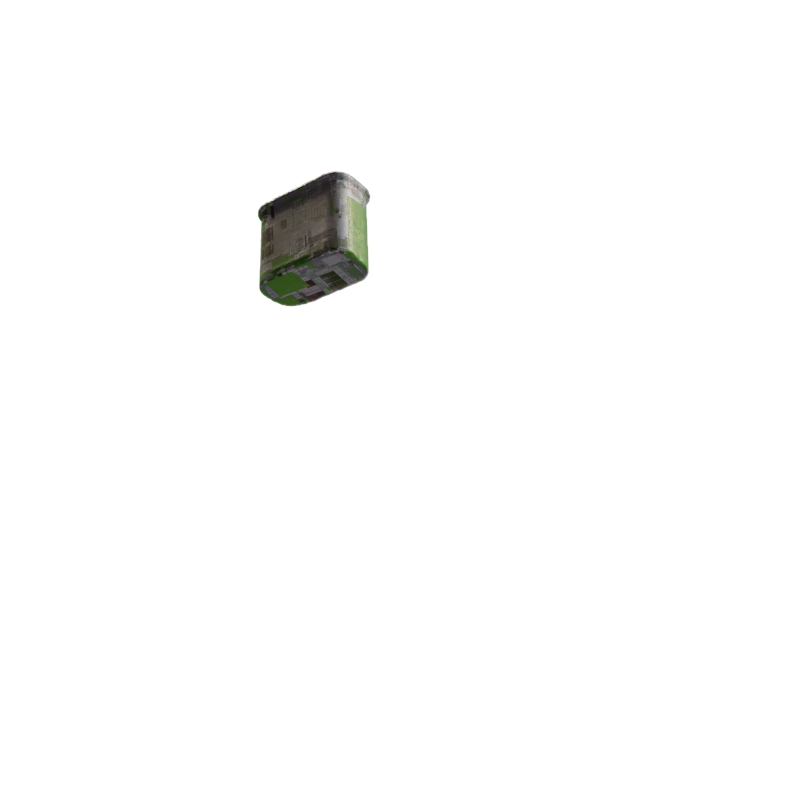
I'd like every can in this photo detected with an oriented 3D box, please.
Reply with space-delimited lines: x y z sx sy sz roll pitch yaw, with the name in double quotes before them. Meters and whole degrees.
"can" -0.075 -0.137 0.962 0.103 0.090 0.053 -22 -38 29
